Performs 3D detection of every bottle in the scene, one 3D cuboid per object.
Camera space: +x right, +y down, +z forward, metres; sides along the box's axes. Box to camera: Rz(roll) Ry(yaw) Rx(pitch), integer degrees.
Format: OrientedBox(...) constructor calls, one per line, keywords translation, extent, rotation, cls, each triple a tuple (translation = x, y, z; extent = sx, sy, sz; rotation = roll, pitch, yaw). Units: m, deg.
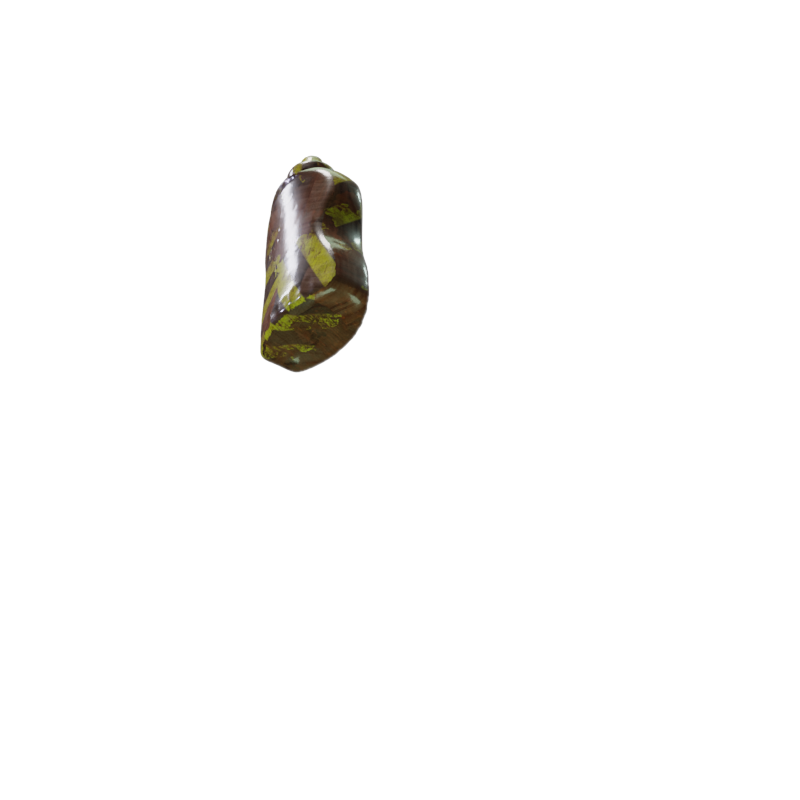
OrientedBox(translation=(-0.066, -0.120, 0.841), extent=(0.056, 0.206, 0.094), rotation=(24, -50, -26), cls="bottle")
